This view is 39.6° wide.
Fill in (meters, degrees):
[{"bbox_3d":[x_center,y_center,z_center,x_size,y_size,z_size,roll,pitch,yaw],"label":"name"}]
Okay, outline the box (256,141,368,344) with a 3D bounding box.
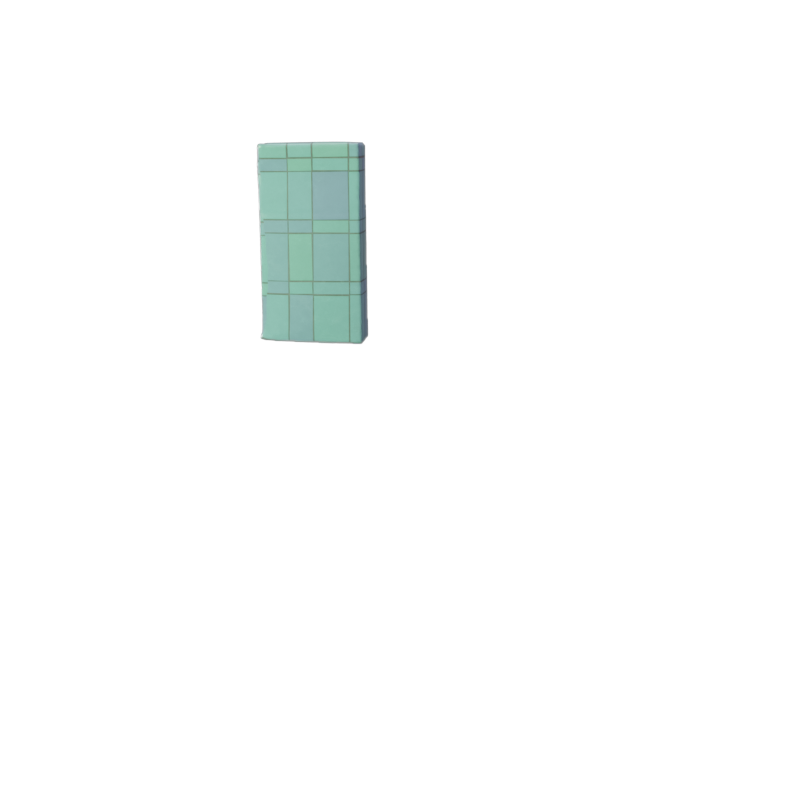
[{"bbox_3d":[-0.077,-0.140,0.982,0.095,0.174,0.048,1,5,10],"label":"box"}]
